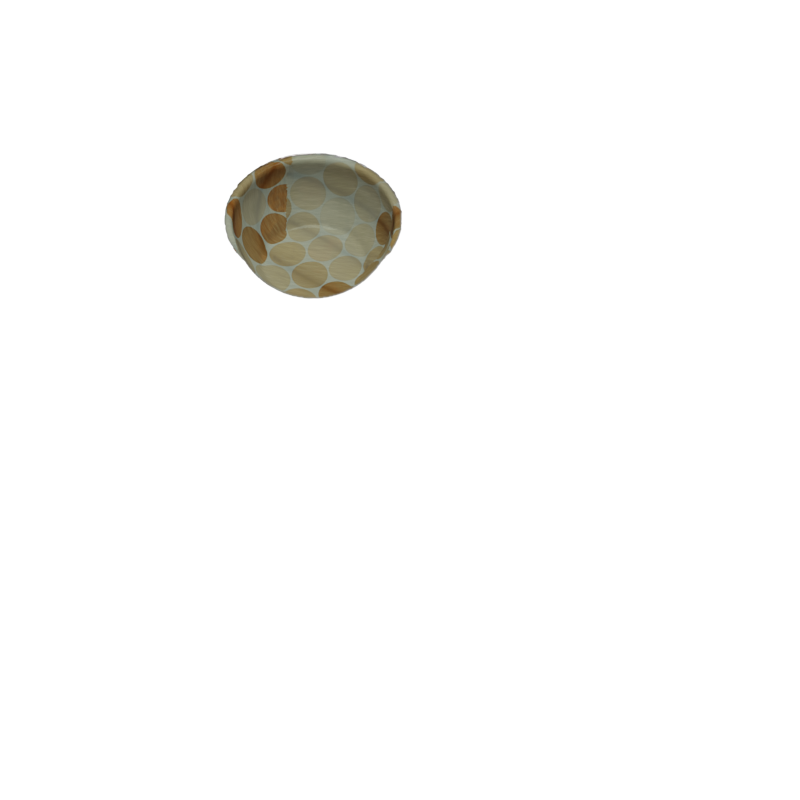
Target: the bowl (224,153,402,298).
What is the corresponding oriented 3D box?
[{"bbox_3d":[-0.077,-0.141,0.990,0.162,0.059,0.151,1,-42,-1],"label":"bowl"}]
